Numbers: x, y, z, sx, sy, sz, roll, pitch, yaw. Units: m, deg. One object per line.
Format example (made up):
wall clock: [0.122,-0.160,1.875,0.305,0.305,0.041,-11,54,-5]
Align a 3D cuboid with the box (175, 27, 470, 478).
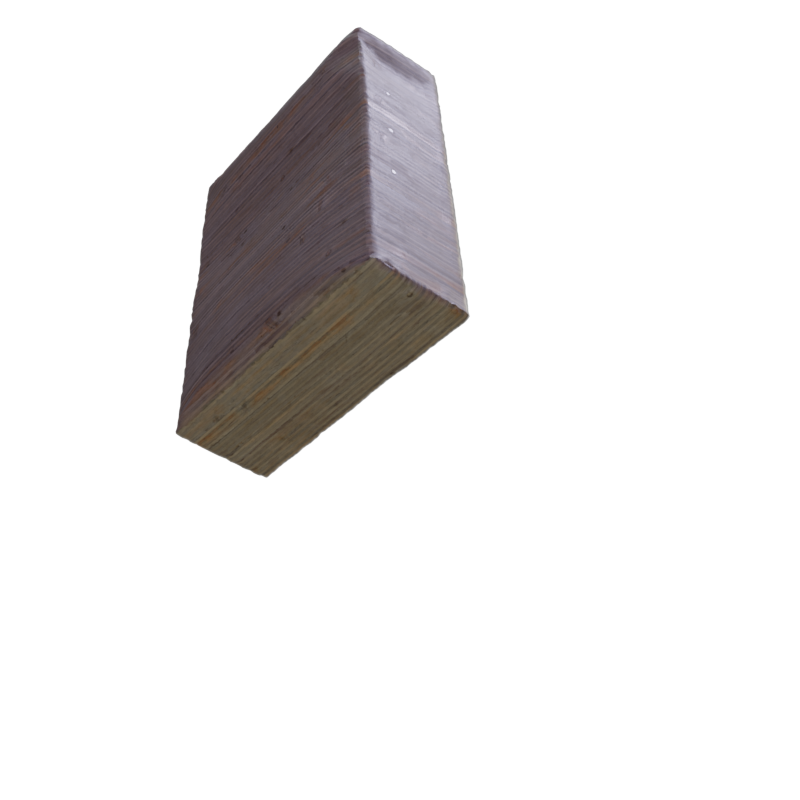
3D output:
box: [-0.050,-0.091,0.635,0.068,0.230,0.162,30,-53,-30]
